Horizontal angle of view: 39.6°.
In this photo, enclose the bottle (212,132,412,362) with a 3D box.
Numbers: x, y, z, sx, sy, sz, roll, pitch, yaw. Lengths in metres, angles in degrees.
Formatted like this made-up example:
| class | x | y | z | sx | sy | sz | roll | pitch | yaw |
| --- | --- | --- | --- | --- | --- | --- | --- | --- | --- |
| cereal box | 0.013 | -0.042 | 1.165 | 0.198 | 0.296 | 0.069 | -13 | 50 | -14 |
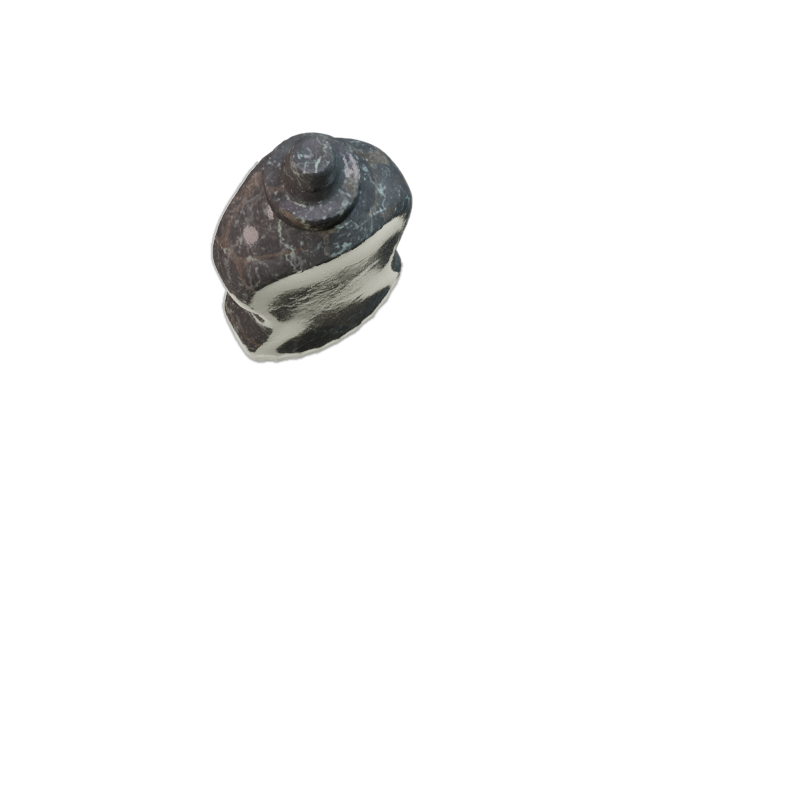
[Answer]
| class | x | y | z | sx | sy | sz | roll | pitch | yaw |
| --- | --- | --- | --- | --- | --- | --- | --- | --- | --- |
| bottle | -0.041 | -0.075 | 0.524 | 0.096 | 0.061 | 0.185 | -28 | -10 | -10 |
